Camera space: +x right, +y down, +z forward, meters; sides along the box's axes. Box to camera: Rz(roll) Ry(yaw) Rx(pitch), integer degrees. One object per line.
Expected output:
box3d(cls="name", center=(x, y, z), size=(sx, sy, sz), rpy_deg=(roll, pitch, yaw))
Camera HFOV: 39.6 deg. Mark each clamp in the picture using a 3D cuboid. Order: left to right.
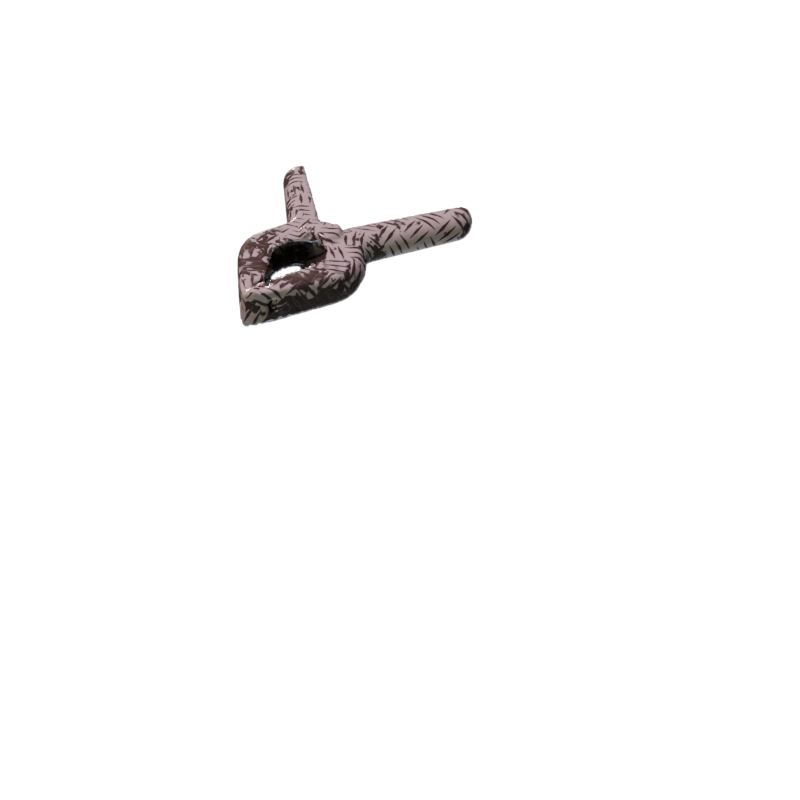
box3d(cls="clamp", center=(-0.065, -0.119, 0.833), size=(0.173, 0.034, 0.212), rpy_deg=(21, 39, 28))
